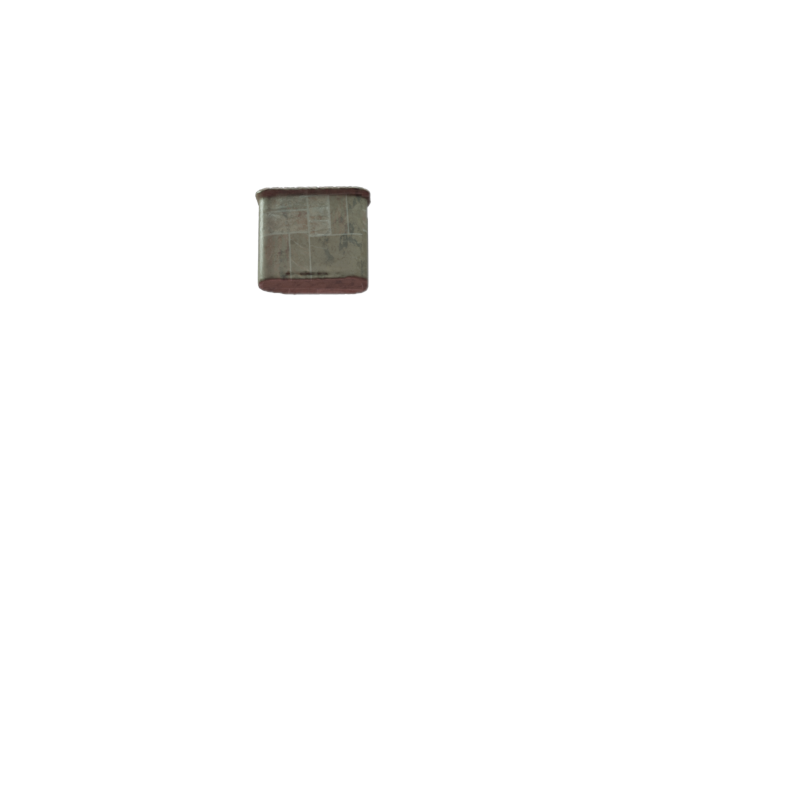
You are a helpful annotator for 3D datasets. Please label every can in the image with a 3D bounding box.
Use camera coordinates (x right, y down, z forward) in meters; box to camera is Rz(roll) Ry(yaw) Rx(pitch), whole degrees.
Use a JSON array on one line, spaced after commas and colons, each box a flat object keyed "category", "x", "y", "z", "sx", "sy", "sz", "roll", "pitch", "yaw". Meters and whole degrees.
[{"category": "can", "x": -0.076, "y": -0.139, "z": 0.973, "sx": 0.102, "sy": 0.087, "sz": 0.055, "roll": -1, "pitch": -15, "yaw": 1}]
